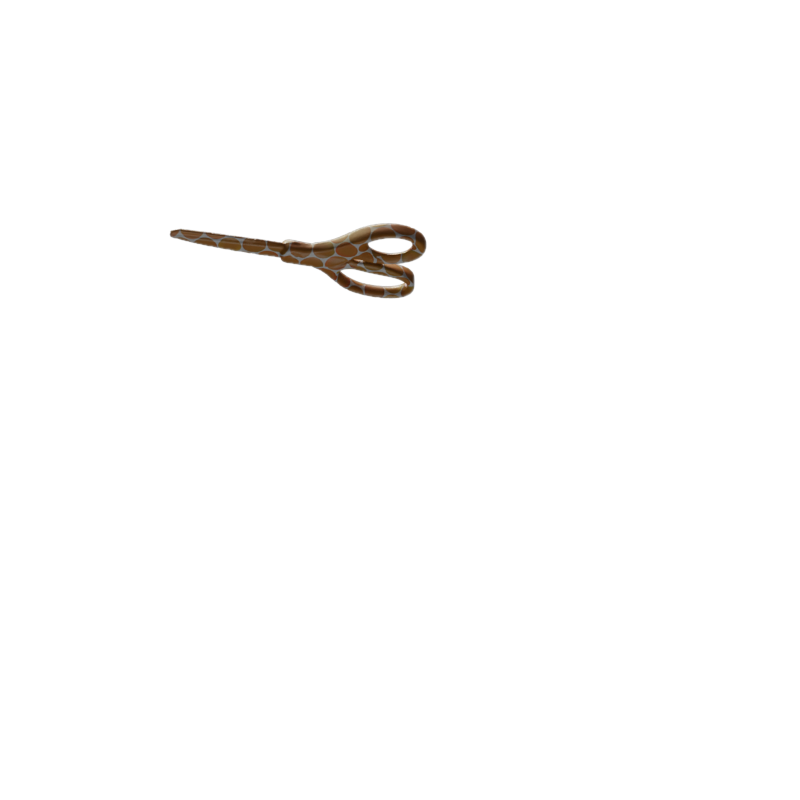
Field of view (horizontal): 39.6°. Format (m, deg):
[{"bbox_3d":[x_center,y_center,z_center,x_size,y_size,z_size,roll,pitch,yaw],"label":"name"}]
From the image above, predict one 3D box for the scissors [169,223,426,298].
[{"bbox_3d":[-0.067,-0.123,0.859,0.193,0.017,0.094,17,-35,-25],"label":"scissors"}]
